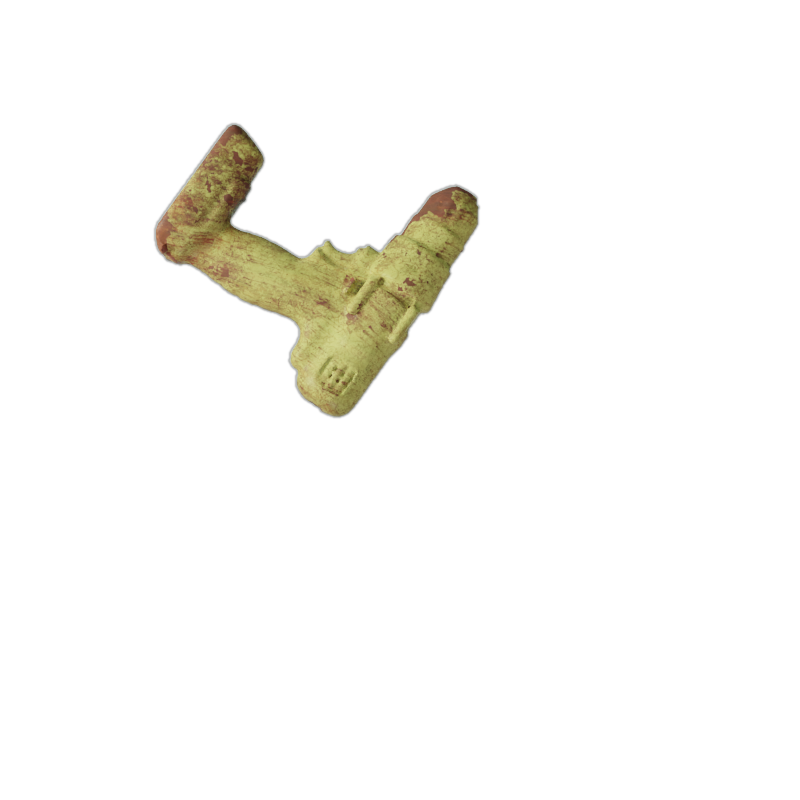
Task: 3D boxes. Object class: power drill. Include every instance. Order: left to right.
[{"bbox_3d":[-0.061,-0.110,0.773,0.191,0.187,0.056,34,-10,7],"label":"power drill"}]
